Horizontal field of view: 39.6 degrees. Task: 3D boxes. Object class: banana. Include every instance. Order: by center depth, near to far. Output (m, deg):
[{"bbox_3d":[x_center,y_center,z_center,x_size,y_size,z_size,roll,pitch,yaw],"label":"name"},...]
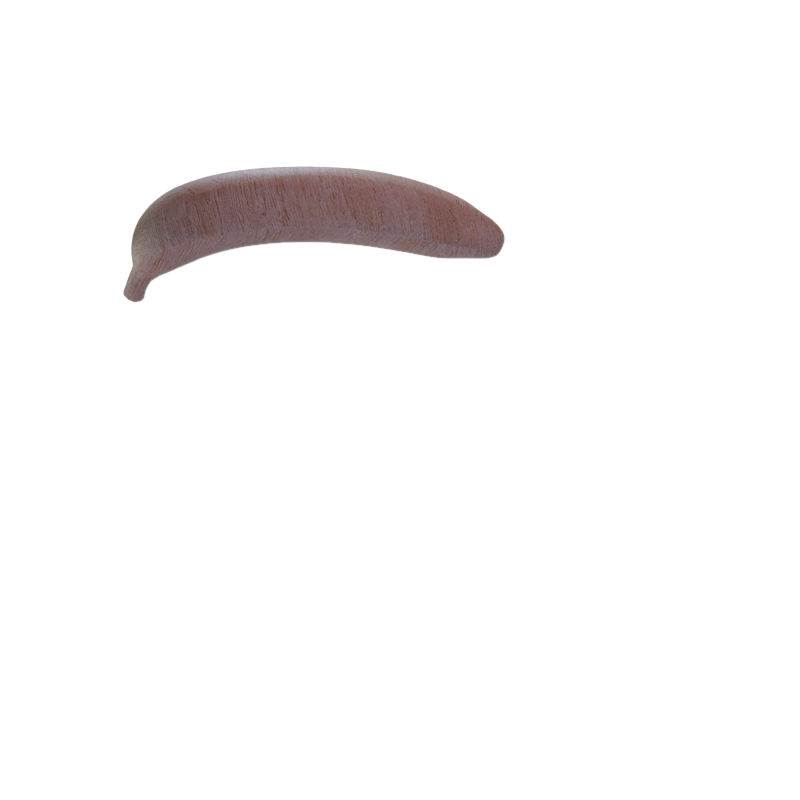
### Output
[{"bbox_3d":[-0.050,-0.087,0.546,0.200,0.039,0.065,-4,-27,9],"label":"banana"}]
